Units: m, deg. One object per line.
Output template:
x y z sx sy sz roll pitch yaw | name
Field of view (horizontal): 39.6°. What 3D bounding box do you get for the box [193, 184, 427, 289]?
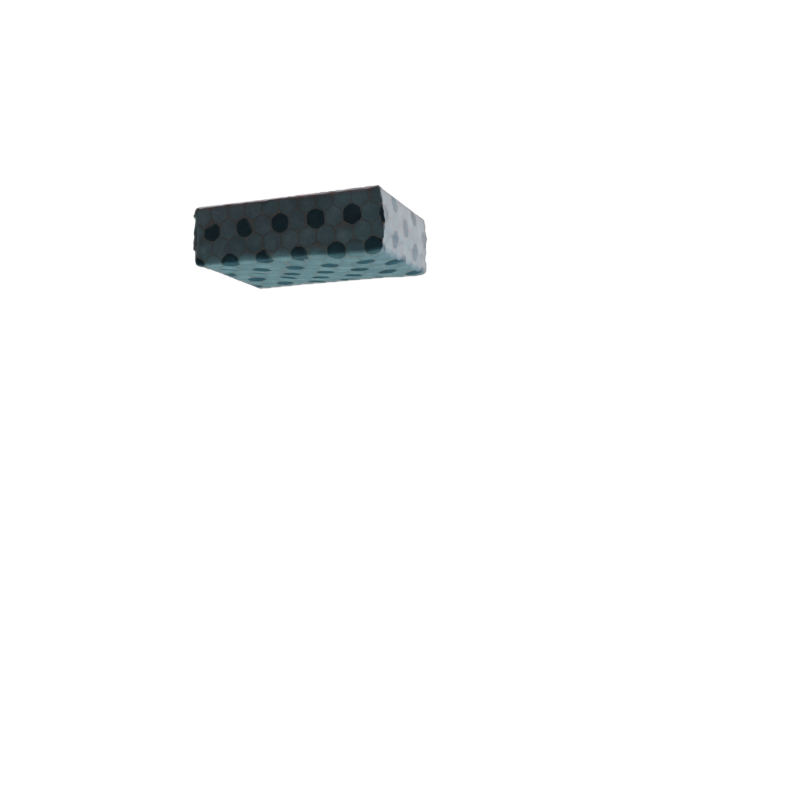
-0.050 -0.092 0.641 0.116 0.040 0.086 -1 -4 19 | box
